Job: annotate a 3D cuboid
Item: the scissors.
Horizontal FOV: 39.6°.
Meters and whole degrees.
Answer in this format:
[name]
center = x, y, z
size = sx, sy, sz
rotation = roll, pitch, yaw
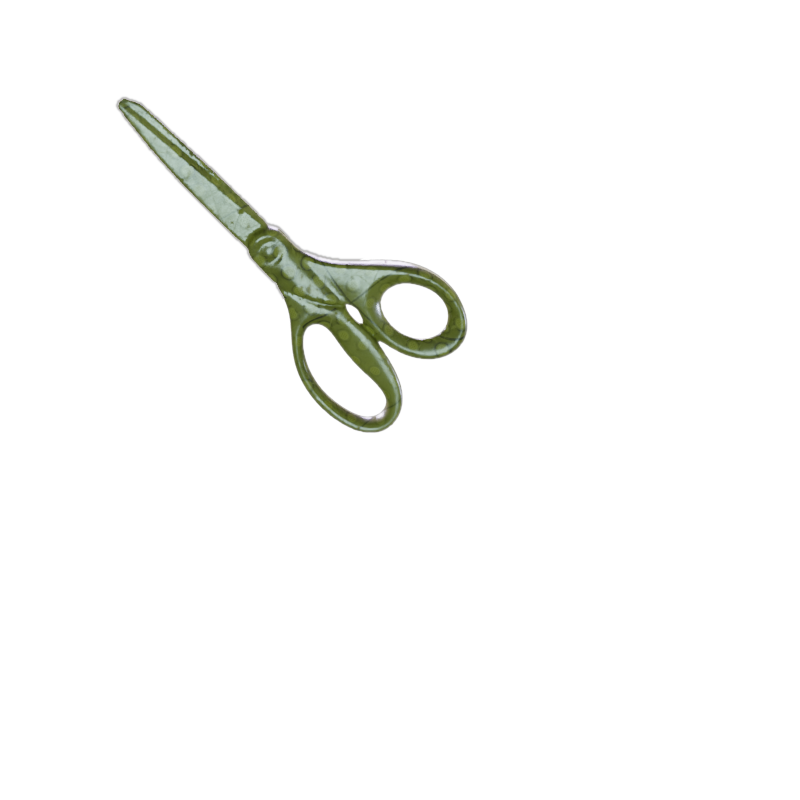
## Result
[scissors]
center = -0.041, -0.075, 0.524
size = 0.096, 0.194, 0.016
rotation = -27, 15, 8
